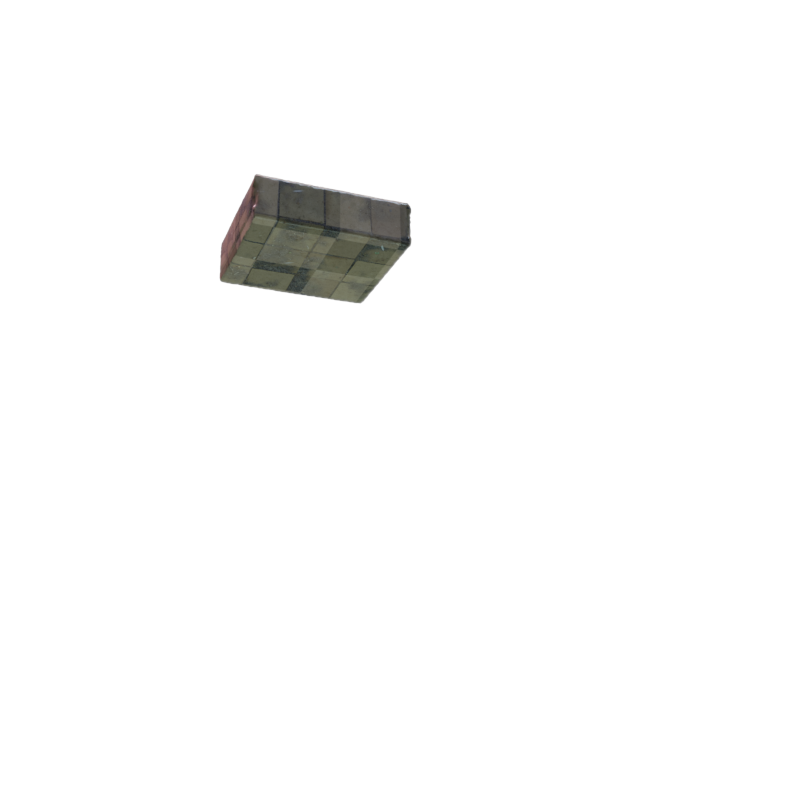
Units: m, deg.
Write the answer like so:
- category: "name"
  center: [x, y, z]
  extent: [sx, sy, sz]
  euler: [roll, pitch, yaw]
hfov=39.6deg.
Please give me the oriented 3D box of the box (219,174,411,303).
- category: "box"
  center: [-0.048, -0.087, 0.609]
  extent: [0.087, 0.032, 0.071]
  euler: [8, -26, -18]
